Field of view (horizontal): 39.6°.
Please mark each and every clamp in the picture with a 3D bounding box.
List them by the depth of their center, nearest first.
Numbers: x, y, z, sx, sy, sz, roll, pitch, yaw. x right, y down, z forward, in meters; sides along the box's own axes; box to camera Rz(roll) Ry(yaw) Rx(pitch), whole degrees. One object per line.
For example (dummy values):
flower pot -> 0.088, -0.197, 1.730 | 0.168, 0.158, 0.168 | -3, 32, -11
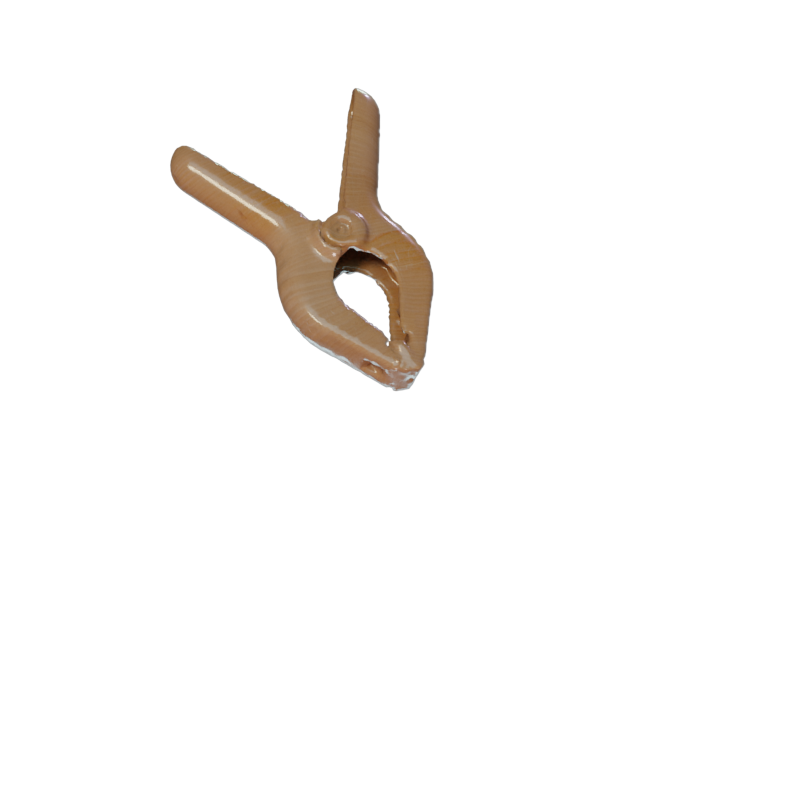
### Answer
clamp -> -0.045, -0.081, 0.570 | 0.119, 0.183, 0.037 | -16, -27, -9
